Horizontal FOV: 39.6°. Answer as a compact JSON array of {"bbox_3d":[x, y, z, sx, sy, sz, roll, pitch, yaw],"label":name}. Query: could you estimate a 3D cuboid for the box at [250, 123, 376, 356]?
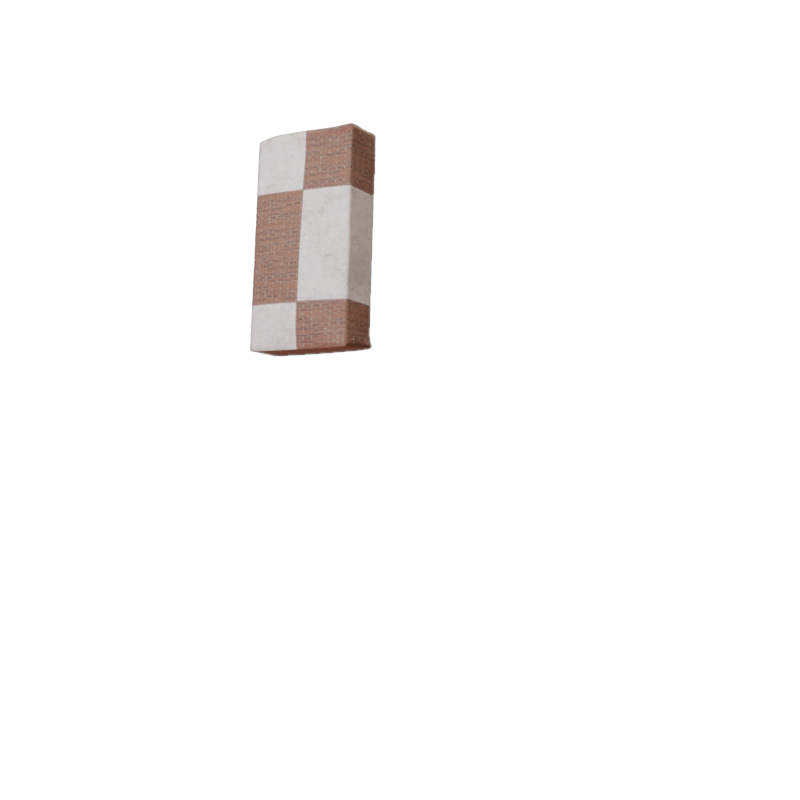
[{"bbox_3d":[-0.069,-0.126,0.881,0.096,0.181,0.046,-6,-11,31],"label":"box"}]
